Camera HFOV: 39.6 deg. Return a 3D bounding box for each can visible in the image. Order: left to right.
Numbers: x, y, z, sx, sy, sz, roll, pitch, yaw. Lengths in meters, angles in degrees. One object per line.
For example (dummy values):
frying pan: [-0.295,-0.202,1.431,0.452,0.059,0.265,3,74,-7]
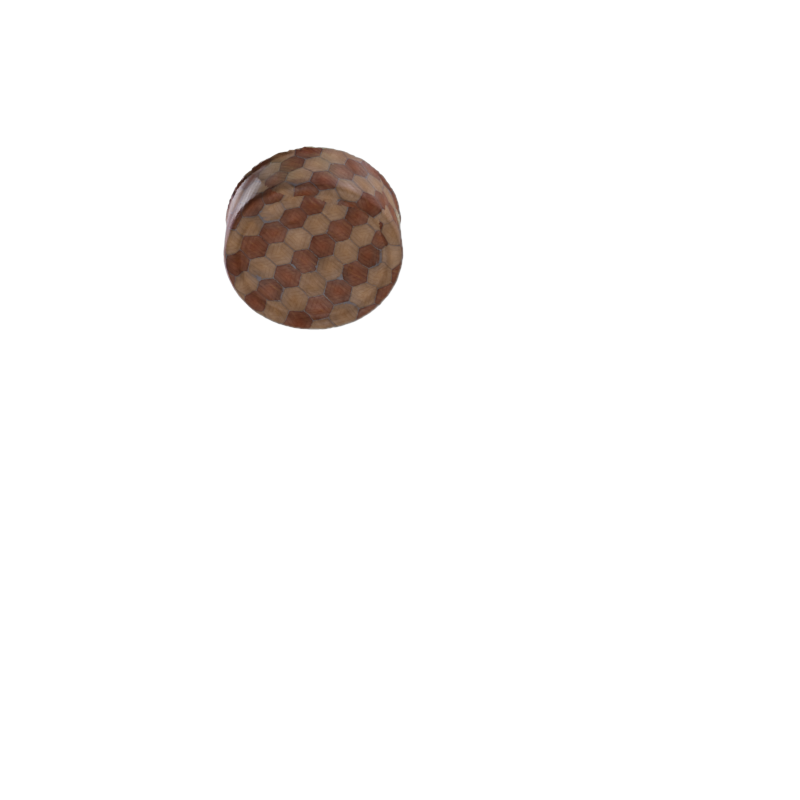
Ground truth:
can: [-0.041,-0.076,0.530,0.086,0.080,0.036,1,37,-1]
